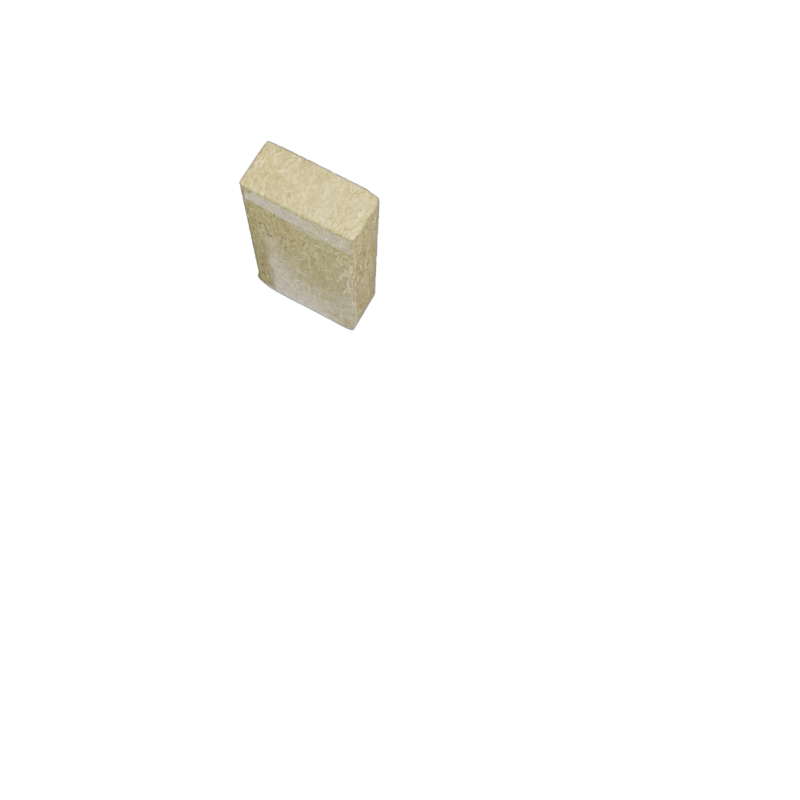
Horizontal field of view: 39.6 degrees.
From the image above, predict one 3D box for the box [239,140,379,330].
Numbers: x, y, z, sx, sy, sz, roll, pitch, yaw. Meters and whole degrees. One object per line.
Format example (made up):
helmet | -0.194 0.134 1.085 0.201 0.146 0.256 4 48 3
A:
box | -0.064 -0.118 0.828 0.096 0.049 0.168 29 -19 8
